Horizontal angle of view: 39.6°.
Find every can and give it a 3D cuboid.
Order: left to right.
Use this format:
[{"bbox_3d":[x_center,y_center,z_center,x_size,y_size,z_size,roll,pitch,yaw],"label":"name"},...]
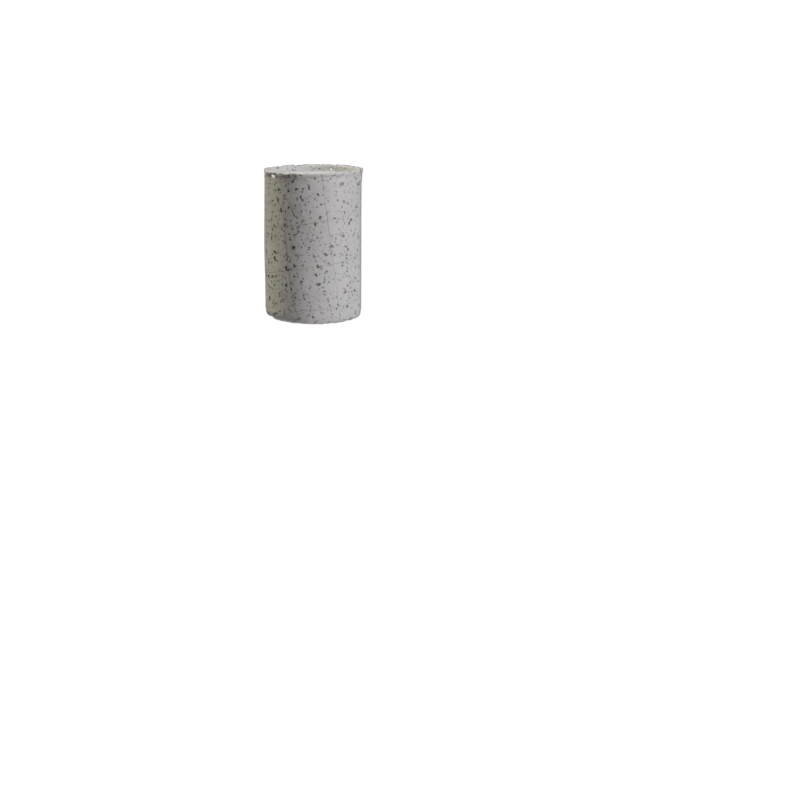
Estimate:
[{"bbox_3d":[-0.060,-0.109,0.763,0.068,0.100,0.070,0,11,-2],"label":"can"}]
